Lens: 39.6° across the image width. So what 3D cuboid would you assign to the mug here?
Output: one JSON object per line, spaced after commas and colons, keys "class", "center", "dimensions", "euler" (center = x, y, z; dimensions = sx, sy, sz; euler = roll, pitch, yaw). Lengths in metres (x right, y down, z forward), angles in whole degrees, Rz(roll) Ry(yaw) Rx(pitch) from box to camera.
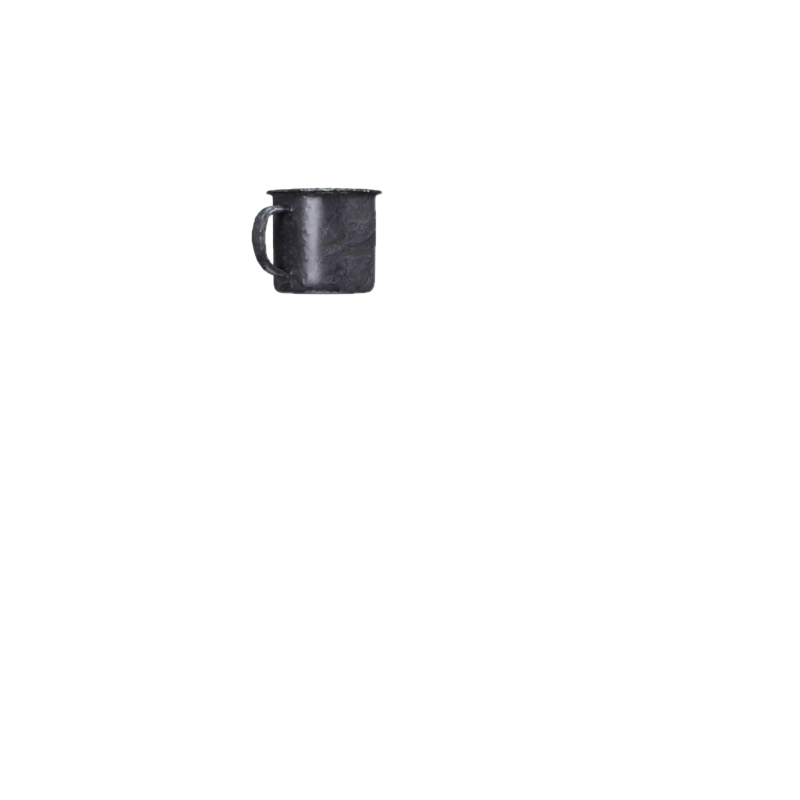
{"class": "mug", "center": [-0.069, -0.125, 0.878], "dimensions": [0.097, 0.081, 0.113], "euler": [4, 7, 43]}
